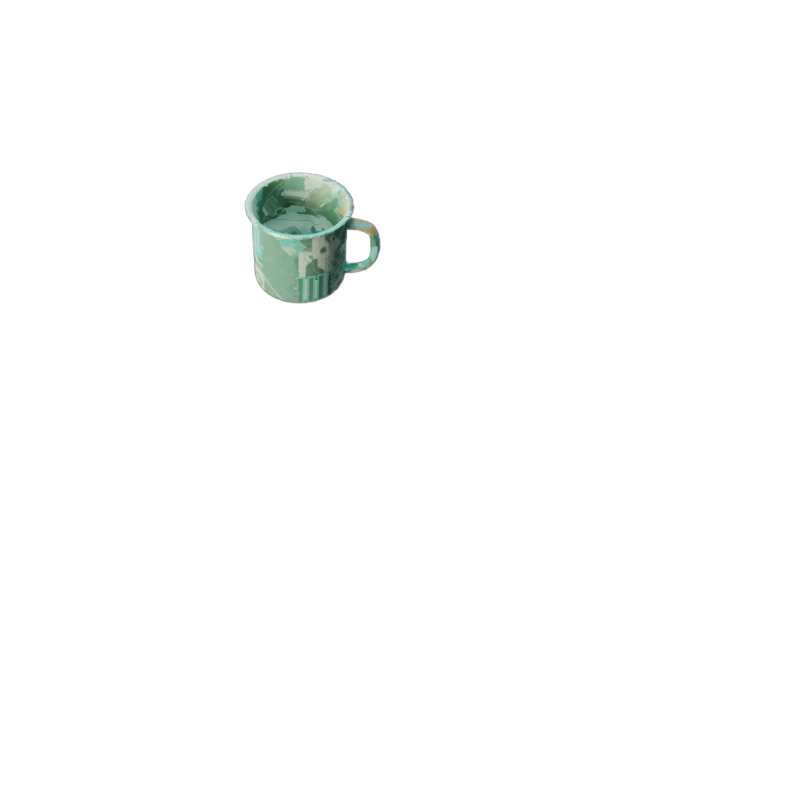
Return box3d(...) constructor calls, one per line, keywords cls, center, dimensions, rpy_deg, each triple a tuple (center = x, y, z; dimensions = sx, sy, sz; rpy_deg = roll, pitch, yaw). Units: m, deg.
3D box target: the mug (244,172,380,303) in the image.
box3d(cls="mug", center=(-0.075, -0.138, 0.964), dimensions=(0.118, 0.076, 0.099), rpy_deg=(5, 43, 4))
